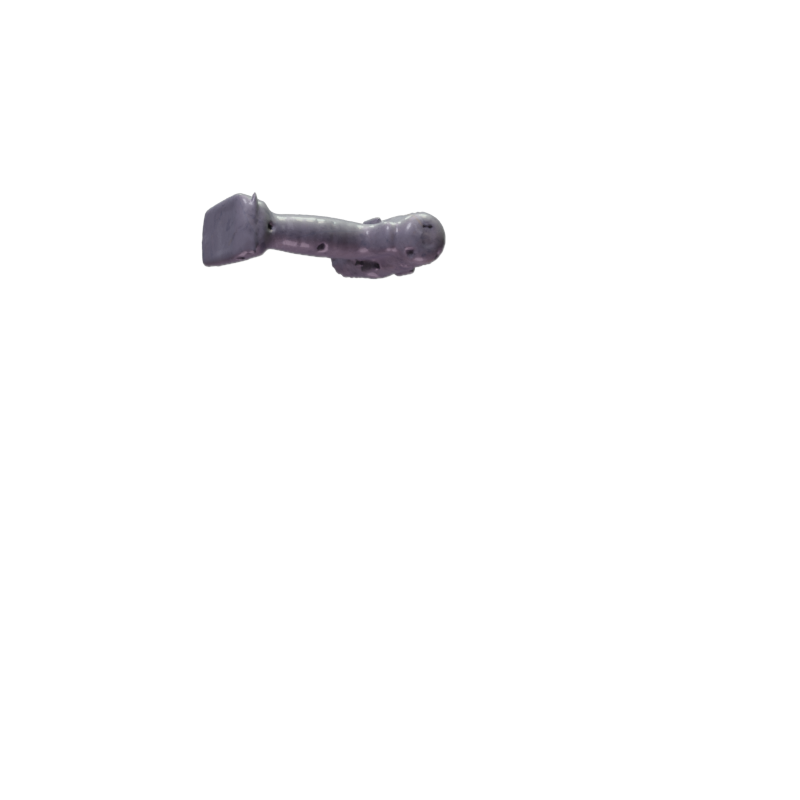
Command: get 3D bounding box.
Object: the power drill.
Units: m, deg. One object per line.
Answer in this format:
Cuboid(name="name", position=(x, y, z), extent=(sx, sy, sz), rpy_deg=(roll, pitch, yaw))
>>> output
Cuboid(name="power drill", position=(-0.077, -0.141, 0.987), extent=(0.182, 0.058, 0.187), rpy_deg=(1, -2, -24))
